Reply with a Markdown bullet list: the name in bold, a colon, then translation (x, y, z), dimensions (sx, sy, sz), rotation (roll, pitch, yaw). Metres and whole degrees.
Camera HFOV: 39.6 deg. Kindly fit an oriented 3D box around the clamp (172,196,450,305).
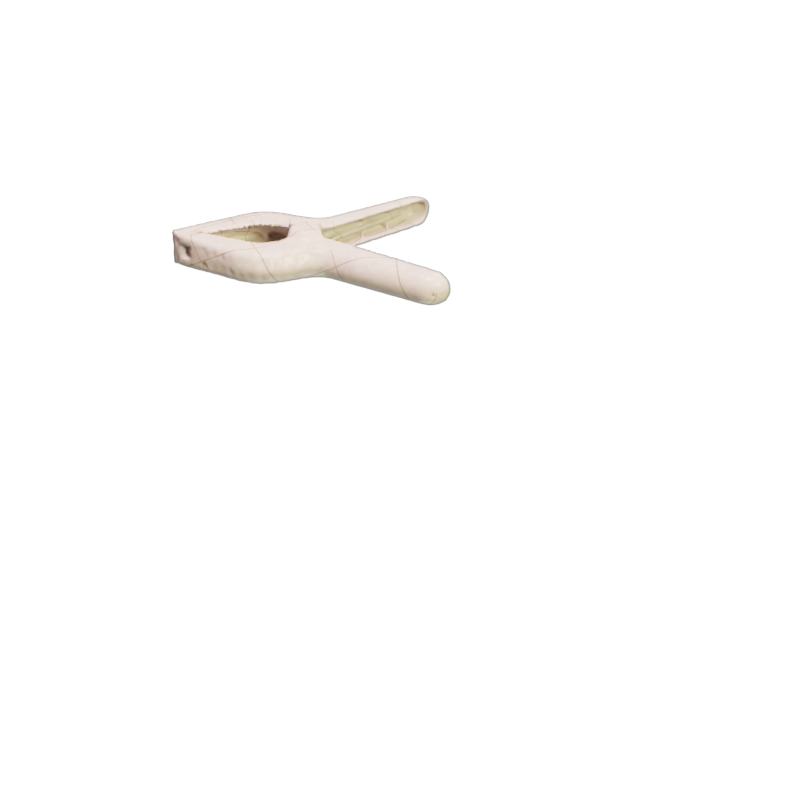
- **clamp**: translation (-0.067, -0.122, 0.852), dimensions (0.212, 0.034, 0.173), rotation (3, 29, 5)
